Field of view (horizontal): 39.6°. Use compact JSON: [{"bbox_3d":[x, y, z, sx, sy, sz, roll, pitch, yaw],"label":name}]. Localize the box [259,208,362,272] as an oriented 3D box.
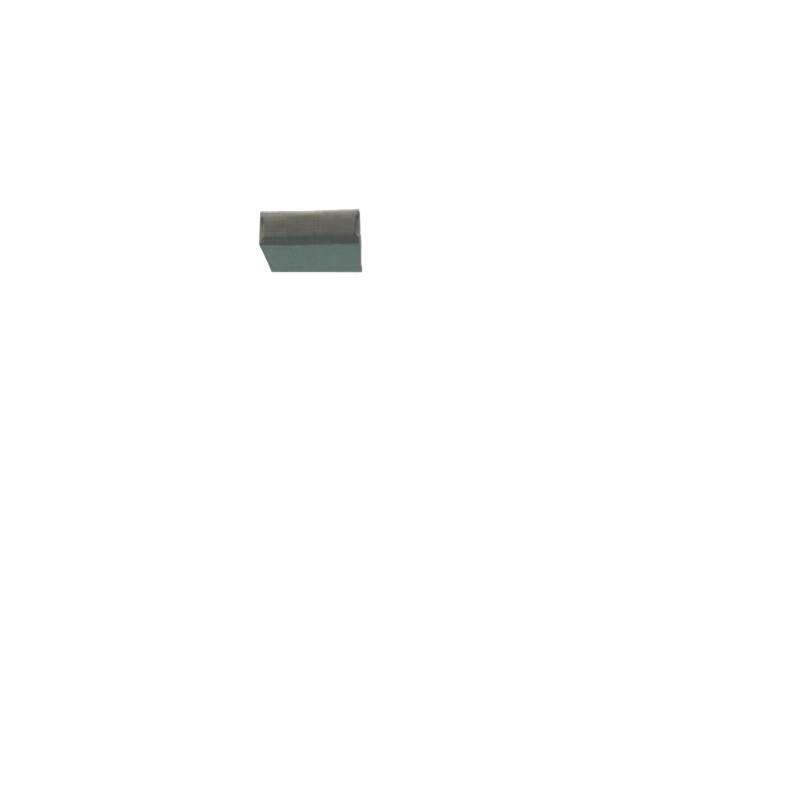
[{"bbox_3d":[-0.066,-0.120,0.840,0.073,0.031,0.087,0,-7,1],"label":"box"}]
